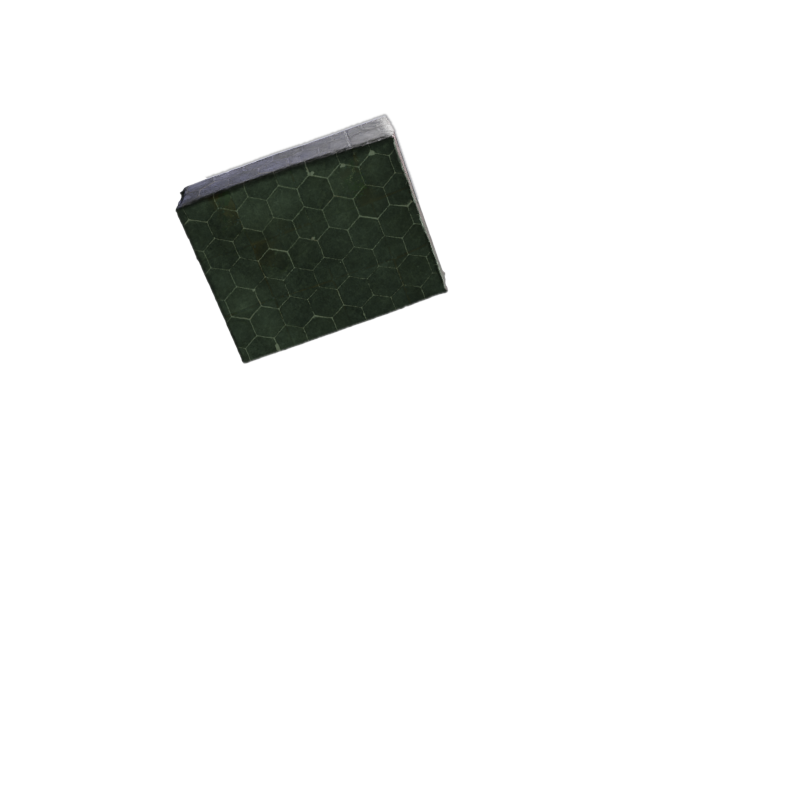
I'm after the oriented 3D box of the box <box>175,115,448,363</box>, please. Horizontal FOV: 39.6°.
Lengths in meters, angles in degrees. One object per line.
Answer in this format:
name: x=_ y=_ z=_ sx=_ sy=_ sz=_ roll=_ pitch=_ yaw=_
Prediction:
box: x=-0.043 y=-0.079 z=0.553 sx=0.114 sy=0.085 sz=0.041 roll=-18 pitch=22 yaw=7
